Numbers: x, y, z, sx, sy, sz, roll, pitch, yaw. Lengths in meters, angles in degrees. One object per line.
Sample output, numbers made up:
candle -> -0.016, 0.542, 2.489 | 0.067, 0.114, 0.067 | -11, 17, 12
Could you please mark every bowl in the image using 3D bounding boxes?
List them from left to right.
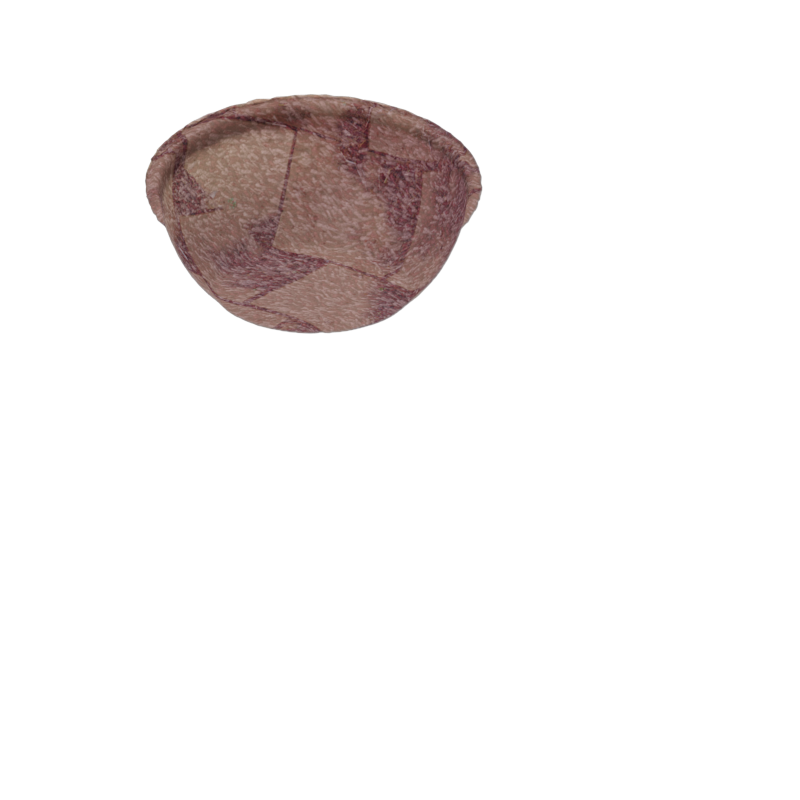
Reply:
bowl -> -0.041, -0.074, 0.522 | 0.162, 0.058, 0.153 | 1, -23, -2
